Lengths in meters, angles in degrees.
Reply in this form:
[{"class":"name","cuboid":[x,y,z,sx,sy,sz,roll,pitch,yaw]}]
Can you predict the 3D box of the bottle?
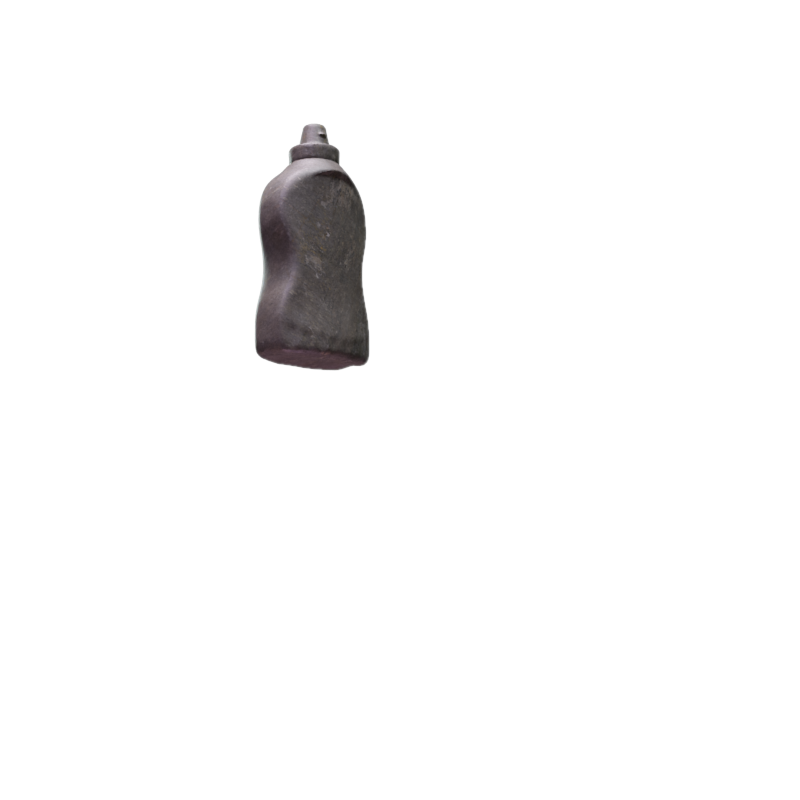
[{"class":"bottle","cuboid":[-0.067,-0.124,0.866,0.091,0.199,0.059,12,-20,-42]}]
